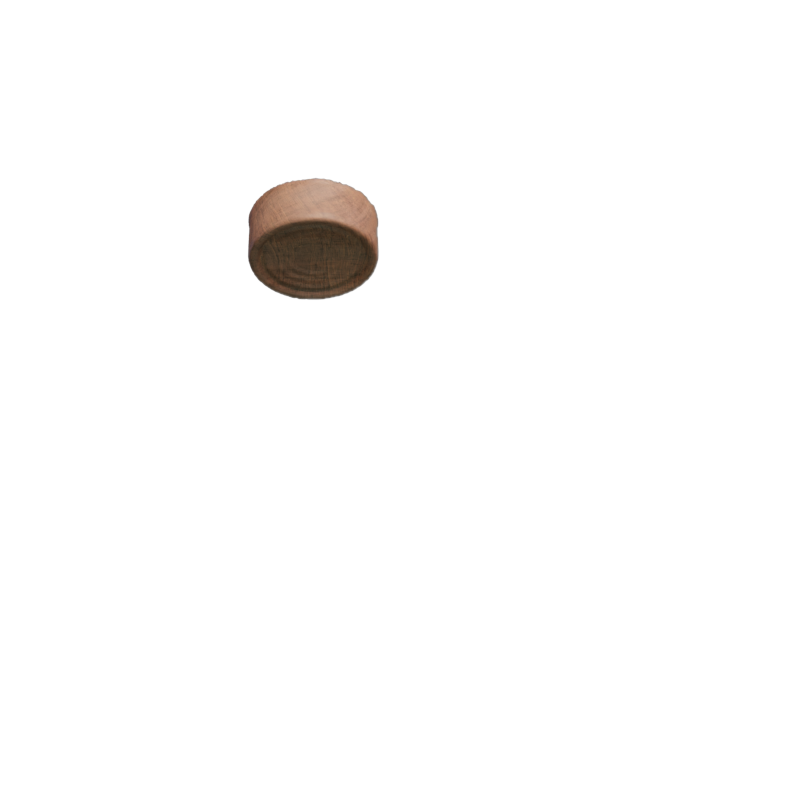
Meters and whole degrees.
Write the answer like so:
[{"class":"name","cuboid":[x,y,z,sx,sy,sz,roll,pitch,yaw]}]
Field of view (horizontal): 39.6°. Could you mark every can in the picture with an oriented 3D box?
[{"class":"can","cuboid":[-0.056,-0.103,0.721,0.086,0.036,0.080,1,-36,-2]}]
